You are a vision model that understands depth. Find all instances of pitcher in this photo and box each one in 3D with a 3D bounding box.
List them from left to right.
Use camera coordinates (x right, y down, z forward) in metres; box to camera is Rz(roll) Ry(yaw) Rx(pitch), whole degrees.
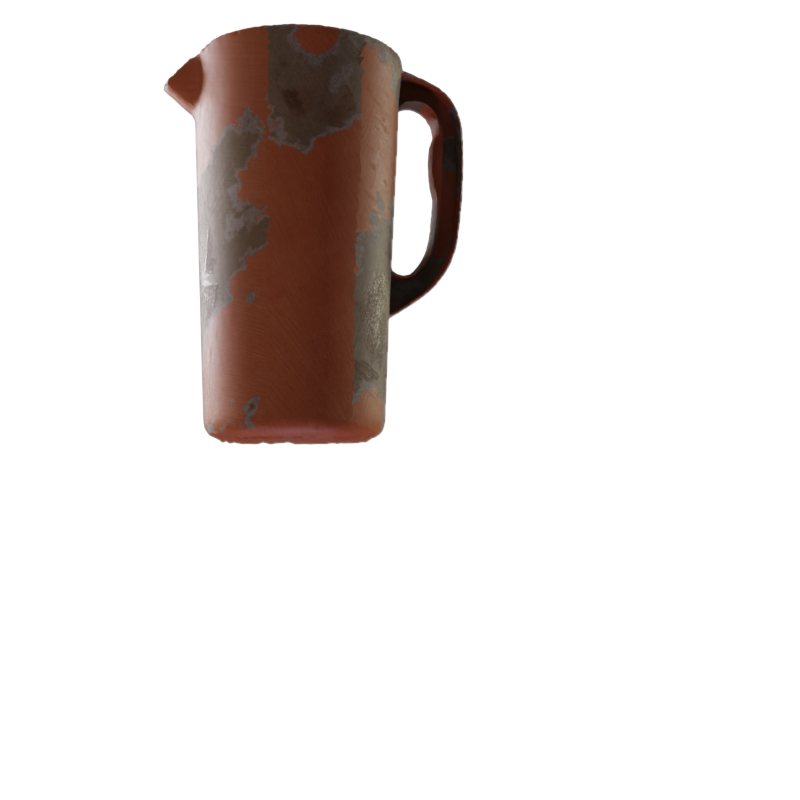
[{"bbox_3d":[-0.053,-0.097,0.682,0.153,0.250,0.137,-7,-12,32],"label":"pitcher"}]
